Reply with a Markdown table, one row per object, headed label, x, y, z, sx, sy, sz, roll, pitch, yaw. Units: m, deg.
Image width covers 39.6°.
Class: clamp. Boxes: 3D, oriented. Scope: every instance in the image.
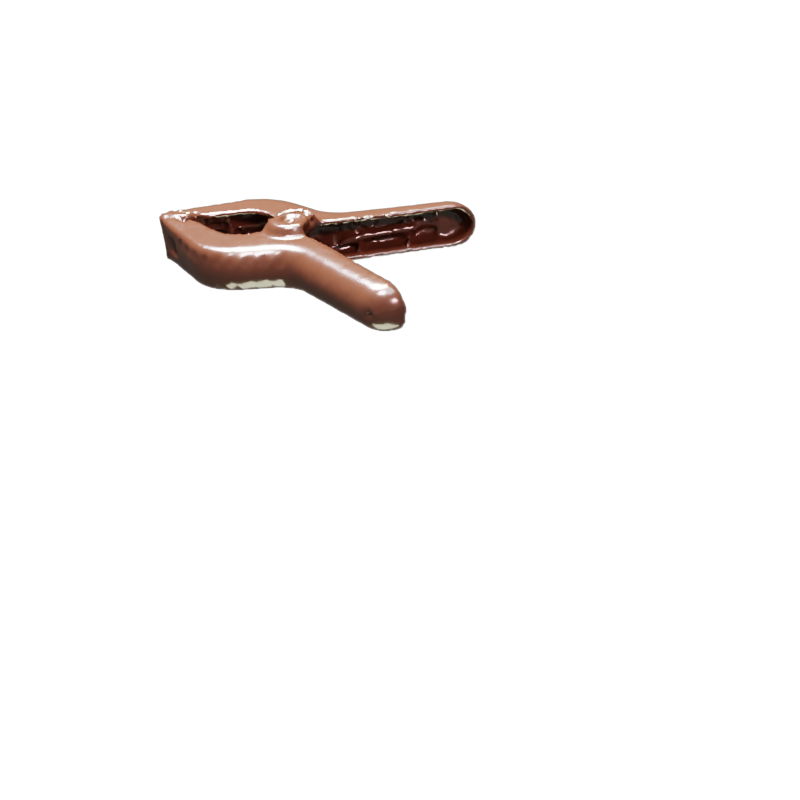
| label | x | y | z | sx | sy | sz | roll | pitch | yaw |
| --- | --- | --- | --- | --- | --- | --- | --- | --- | --- |
| clamp | -0.047 | -0.086 | 0.599 | 0.180 | 0.037 | 0.121 | 16 | 31 | 29 |
